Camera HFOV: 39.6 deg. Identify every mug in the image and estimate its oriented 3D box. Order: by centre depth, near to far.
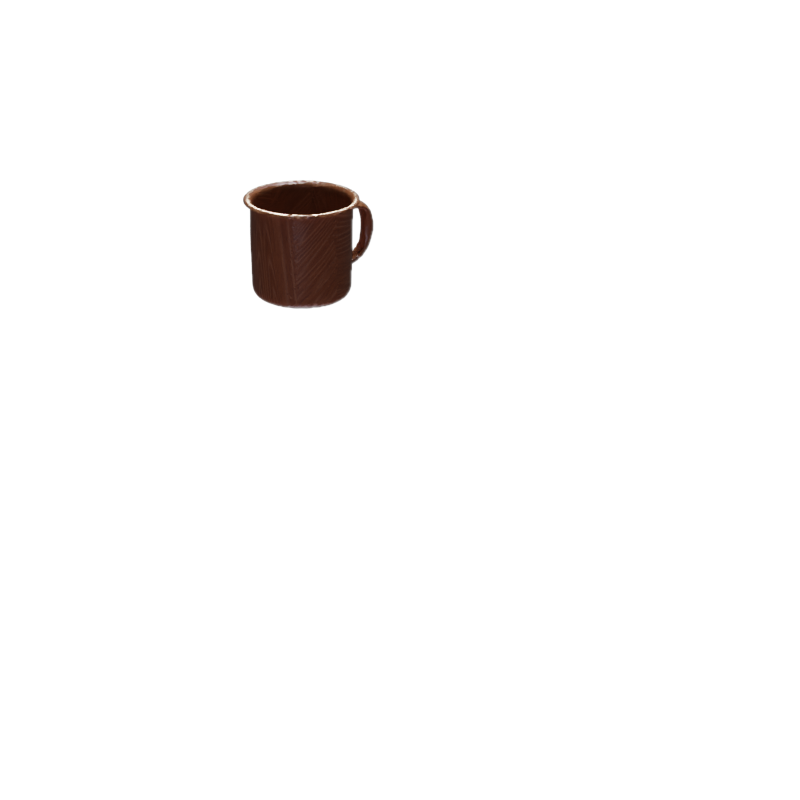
[{"bbox_3d":[-0.071,-0.129,0.903,0.115,0.077,0.099,-20,32,-36],"label":"mug"}]
